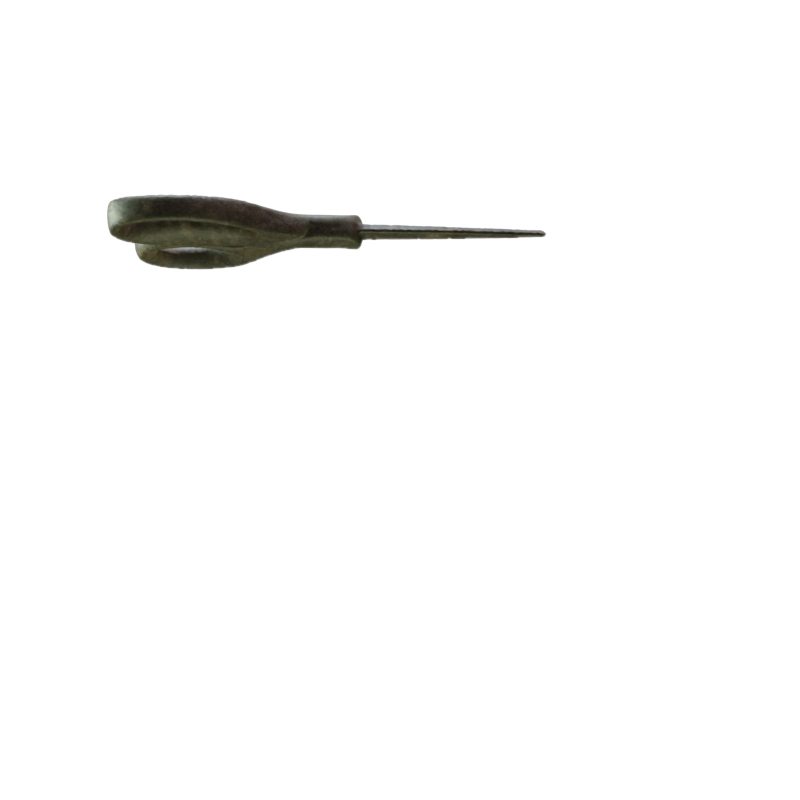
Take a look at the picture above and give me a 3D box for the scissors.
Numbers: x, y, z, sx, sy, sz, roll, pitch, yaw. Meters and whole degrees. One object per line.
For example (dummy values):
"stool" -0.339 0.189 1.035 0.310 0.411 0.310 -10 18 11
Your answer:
"scissors" -0.042 -0.077 0.536 0.196 0.016 0.096 3 -8 -19
